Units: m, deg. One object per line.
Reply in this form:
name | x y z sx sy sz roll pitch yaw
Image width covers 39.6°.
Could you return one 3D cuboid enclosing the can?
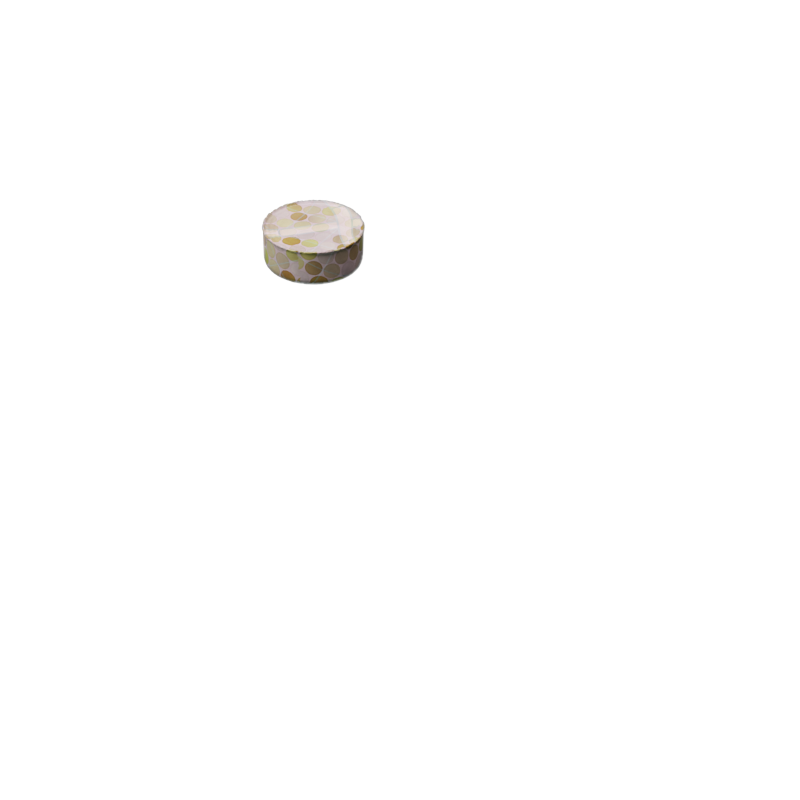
can | -0.073 -0.134 0.936 0.086 0.031 0.092 -1 37 -2
